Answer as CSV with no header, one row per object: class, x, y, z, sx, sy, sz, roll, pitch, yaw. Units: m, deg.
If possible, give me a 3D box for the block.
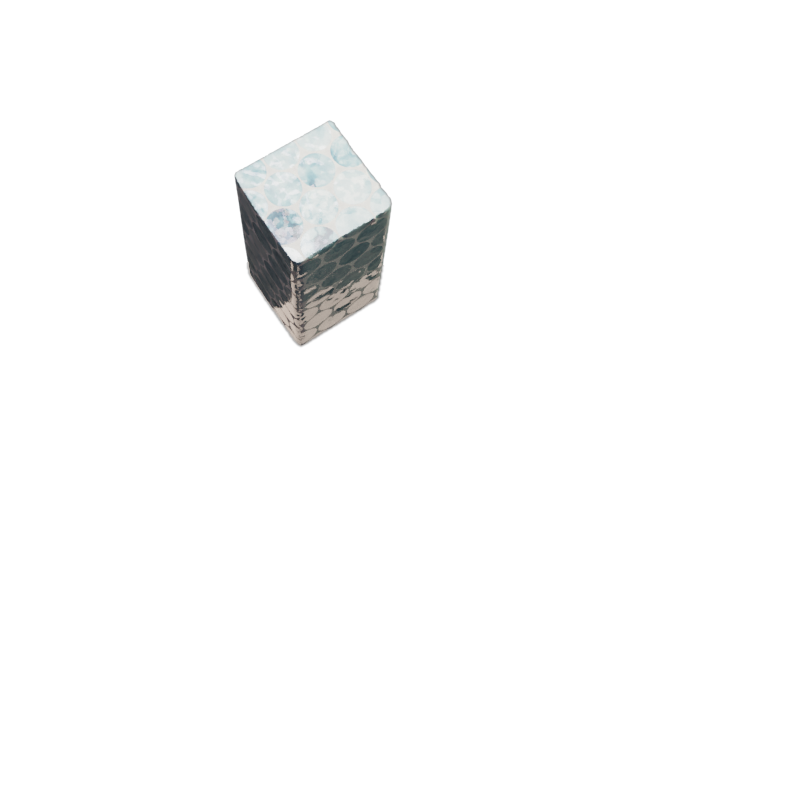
block,-0.072,-0.131,0.924,0.091,0.094,0.197,-32,-12,-12
